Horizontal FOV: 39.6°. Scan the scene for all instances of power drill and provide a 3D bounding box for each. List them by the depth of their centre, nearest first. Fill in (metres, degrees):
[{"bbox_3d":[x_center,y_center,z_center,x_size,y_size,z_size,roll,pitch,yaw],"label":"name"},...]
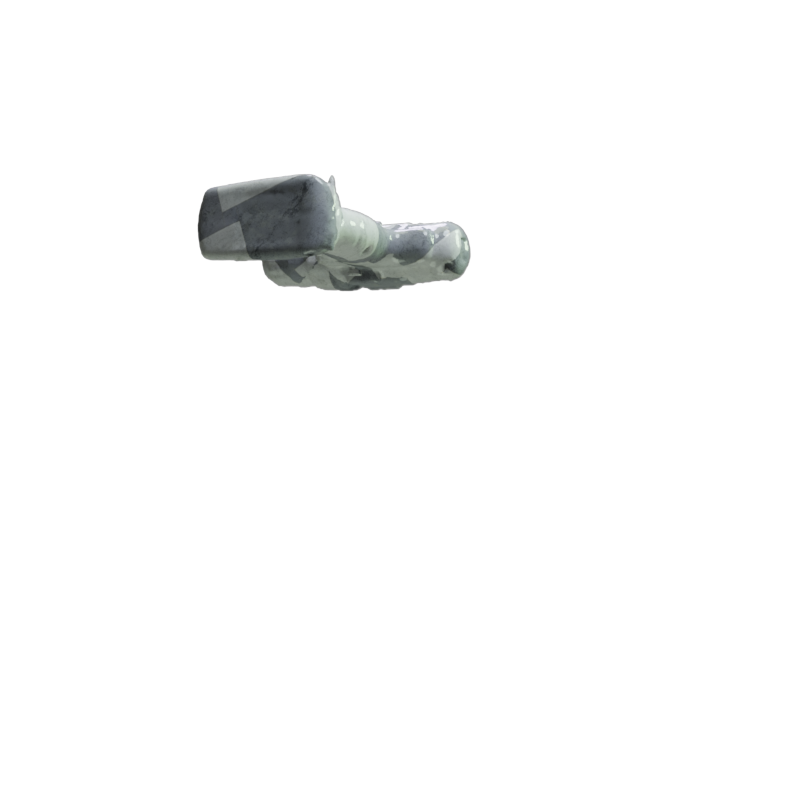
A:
[{"bbox_3d":[-0.065,-0.118,0.829,0.190,0.058,0.179,-2,-3,31],"label":"power drill"}]
